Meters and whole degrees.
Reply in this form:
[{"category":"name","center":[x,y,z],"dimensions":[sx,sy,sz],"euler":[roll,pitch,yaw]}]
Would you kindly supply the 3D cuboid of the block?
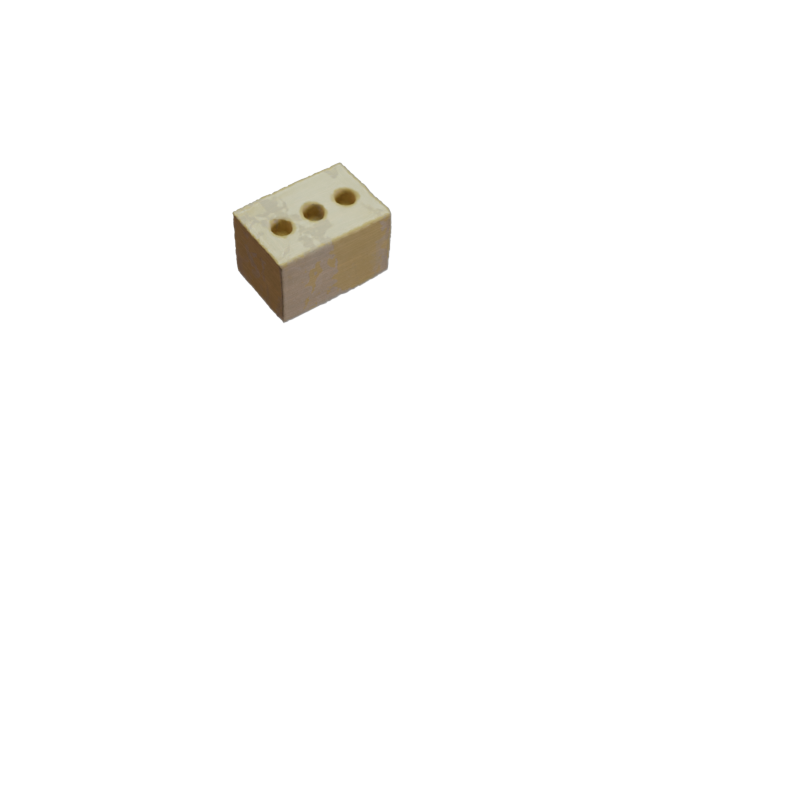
[{"category":"block","center":[-0.051,-0.092,0.645],"dimensions":[0.078,0.048,0.057],"euler":[-29,57,-23]}]
